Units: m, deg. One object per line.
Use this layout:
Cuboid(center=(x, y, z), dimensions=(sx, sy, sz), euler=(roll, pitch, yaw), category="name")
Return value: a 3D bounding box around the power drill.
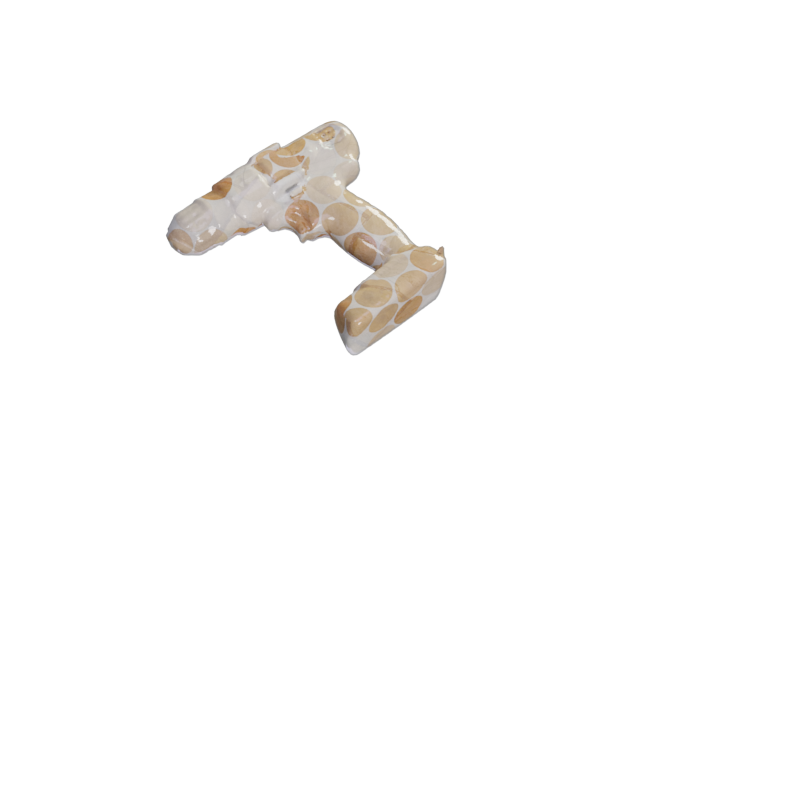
Cuboid(center=(-0.070, -0.128, 0.894), dimensions=(0.185, 0.199, 0.054), euler=(-35, -24, -18), category="power drill")
